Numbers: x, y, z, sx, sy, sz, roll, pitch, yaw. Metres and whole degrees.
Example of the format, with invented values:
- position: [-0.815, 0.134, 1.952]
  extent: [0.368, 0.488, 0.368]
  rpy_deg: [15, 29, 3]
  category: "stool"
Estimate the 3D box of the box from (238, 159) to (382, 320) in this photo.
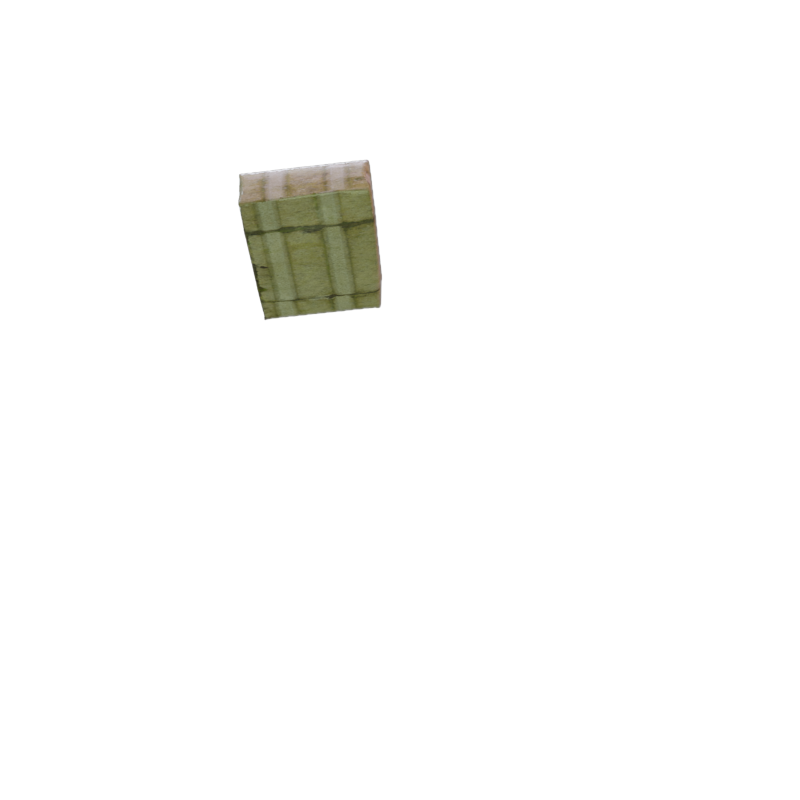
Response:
- position: [-0.060, -0.111, 0.774]
  extent: [0.090, 0.105, 0.042]
  rpy_deg: [-4, 42, 3]
  category: "box"
